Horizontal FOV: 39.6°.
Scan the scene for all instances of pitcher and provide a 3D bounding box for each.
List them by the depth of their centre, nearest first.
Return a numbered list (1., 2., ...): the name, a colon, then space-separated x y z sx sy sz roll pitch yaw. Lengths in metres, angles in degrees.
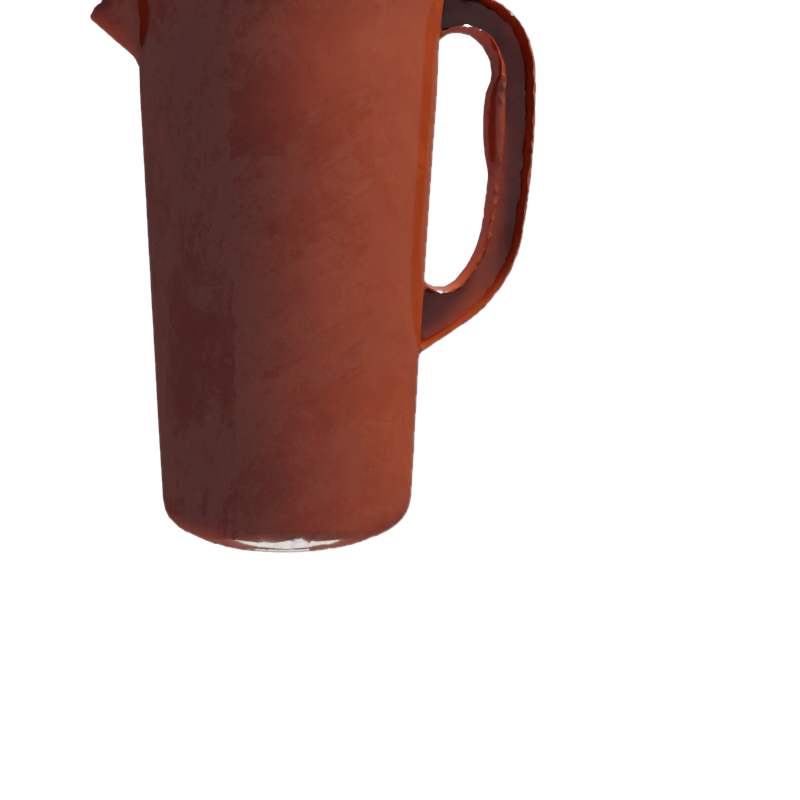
1. pitcher: -0.037 -0.068 0.478 0.155 0.241 0.140 4 7 37
